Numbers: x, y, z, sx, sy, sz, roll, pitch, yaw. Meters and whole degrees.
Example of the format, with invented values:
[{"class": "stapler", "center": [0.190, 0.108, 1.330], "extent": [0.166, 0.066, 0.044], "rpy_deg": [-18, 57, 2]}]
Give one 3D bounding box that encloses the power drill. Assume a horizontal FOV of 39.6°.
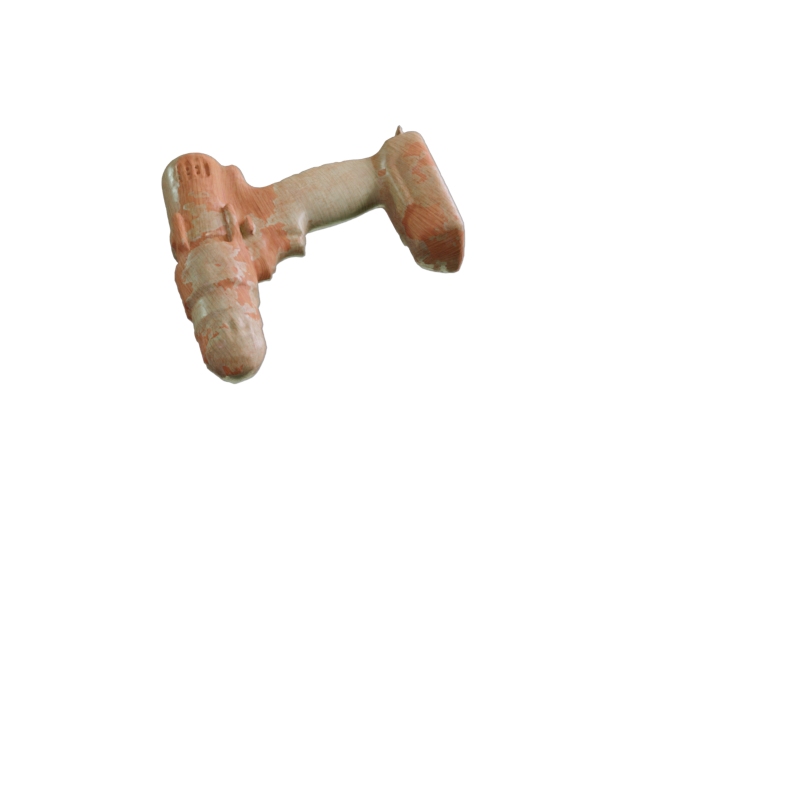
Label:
[{"class": "power drill", "center": [-0.057, -0.104, 0.730], "extent": [0.186, 0.199, 0.053], "rpy_deg": [-12, -36, -9]}]
